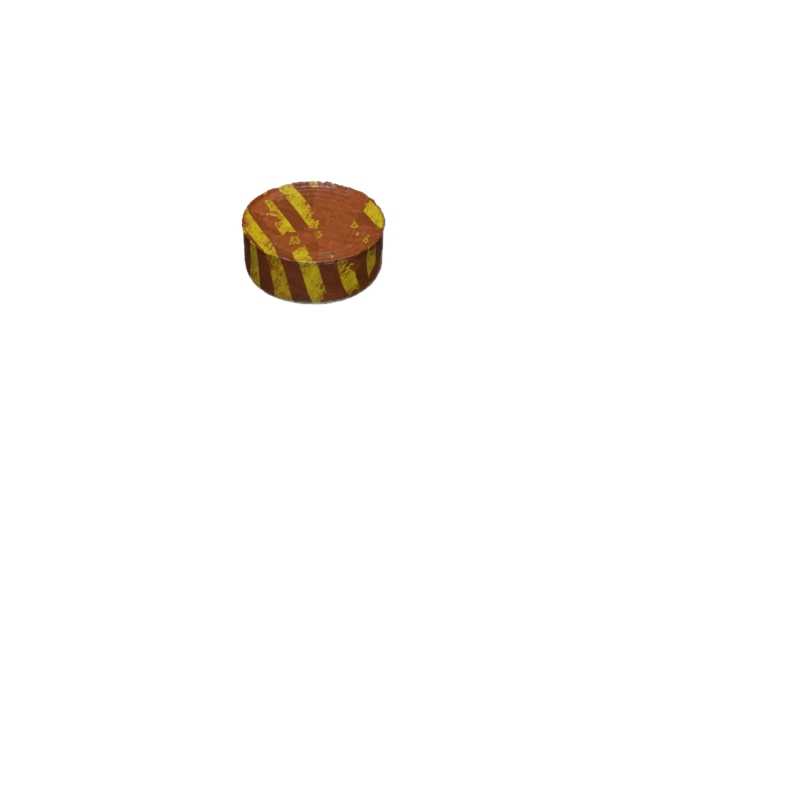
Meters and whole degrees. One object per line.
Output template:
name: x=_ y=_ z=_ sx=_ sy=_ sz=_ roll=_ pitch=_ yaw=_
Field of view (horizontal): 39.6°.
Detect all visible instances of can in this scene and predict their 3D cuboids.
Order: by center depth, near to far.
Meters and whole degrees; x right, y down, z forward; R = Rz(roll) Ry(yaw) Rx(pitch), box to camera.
can: x=-0.052 y=-0.096 z=0.670 sx=0.086 sy=0.031 sz=0.092 roll=-1 pitch=40 yaw=-2
